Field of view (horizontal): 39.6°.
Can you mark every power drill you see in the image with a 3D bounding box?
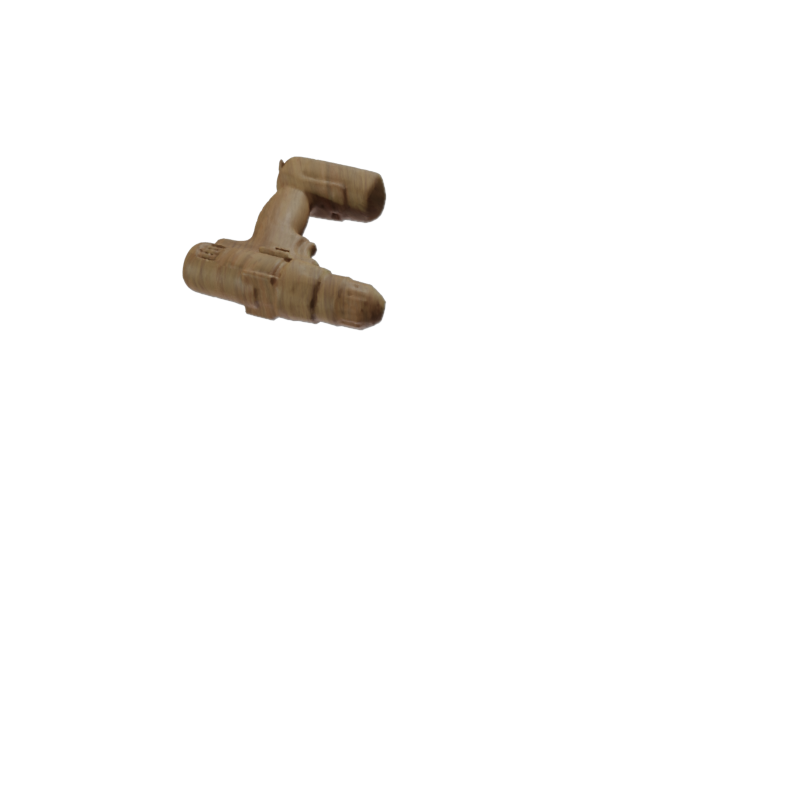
[{"bbox_3d":[-0.078,-0.143,0.999,0.190,0.053,0.195,14,43,16],"label":"power drill"}]
